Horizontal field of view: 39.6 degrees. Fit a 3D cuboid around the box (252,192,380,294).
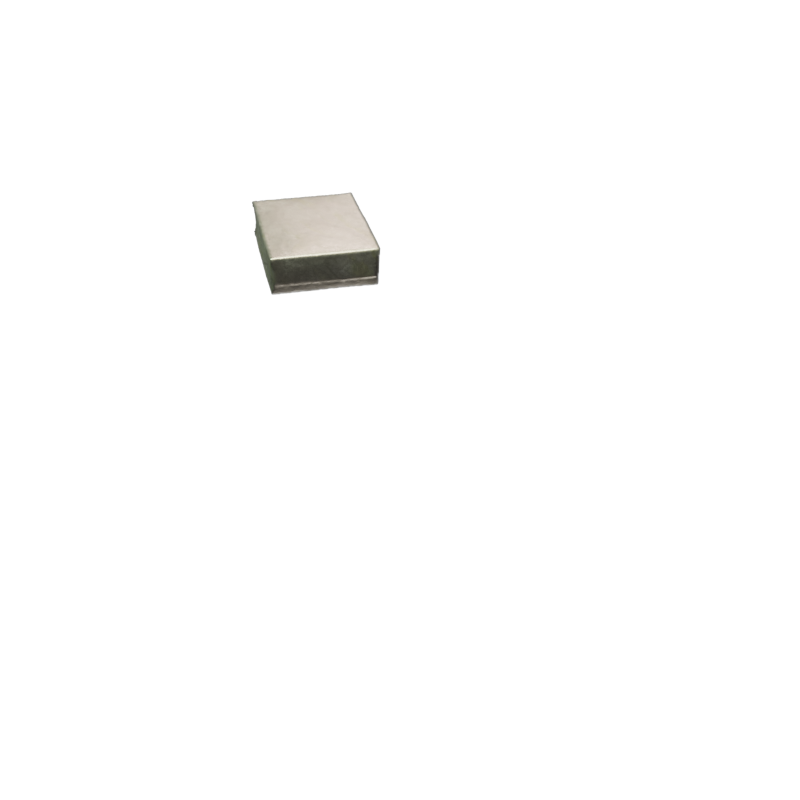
[{"bbox_3d":[-0.073,-0.133,0.928,0.089,0.037,0.122,-6,32,-11],"label":"box"}]
